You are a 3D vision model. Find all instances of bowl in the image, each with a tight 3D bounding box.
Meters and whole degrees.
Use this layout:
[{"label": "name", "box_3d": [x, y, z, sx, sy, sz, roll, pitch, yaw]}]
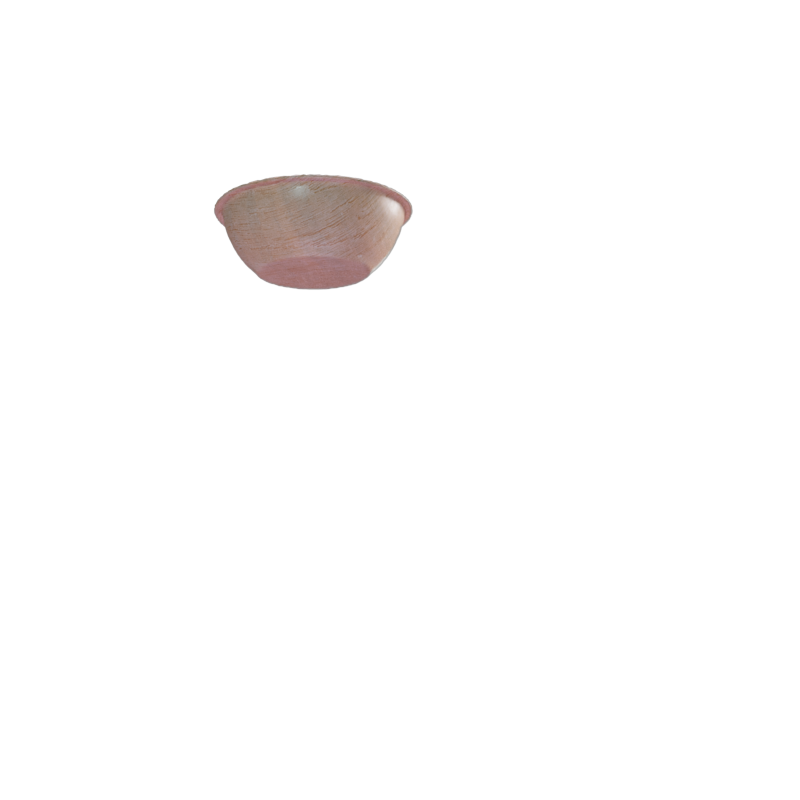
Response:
[{"label": "bowl", "box_3d": [-0.070, -0.128, 0.894, 0.162, 0.057, 0.156, 0, -13, -2]}]
